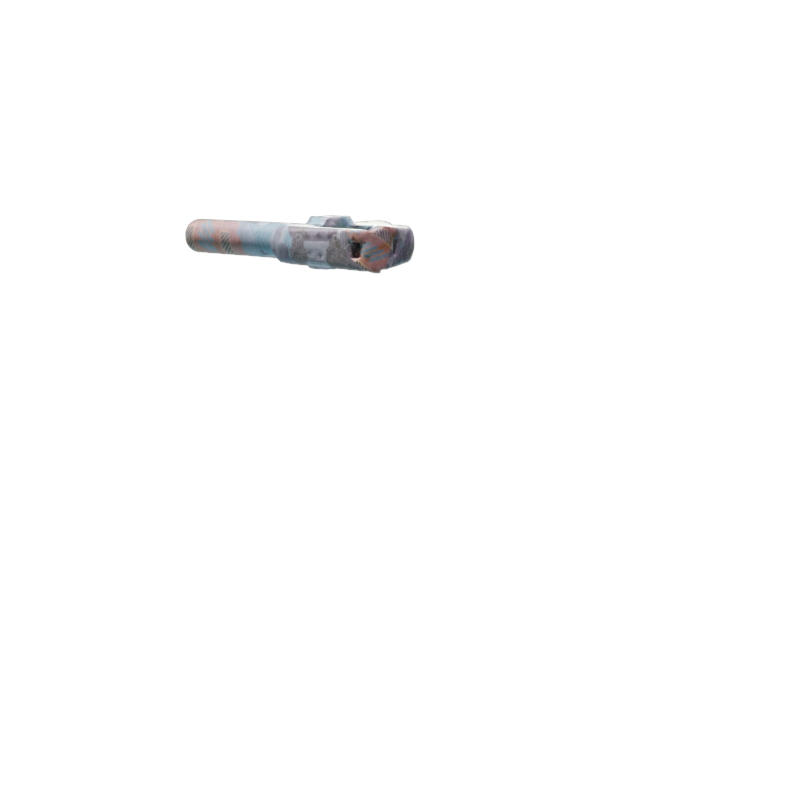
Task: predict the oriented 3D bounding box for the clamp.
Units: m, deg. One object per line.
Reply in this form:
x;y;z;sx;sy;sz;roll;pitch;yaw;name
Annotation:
-0.060;-0.109;0.761;0.162;0.036;0.217;-2;11;-13;clamp
